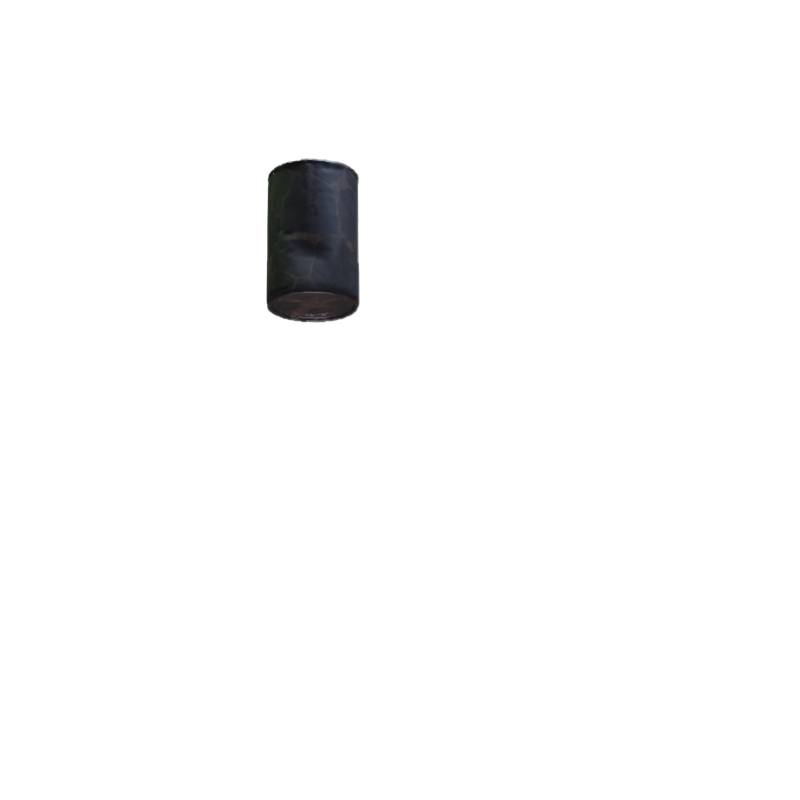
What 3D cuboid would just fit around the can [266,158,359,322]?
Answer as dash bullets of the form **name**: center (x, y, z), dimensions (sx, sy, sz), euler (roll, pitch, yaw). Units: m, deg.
- **can**: center (-0.063, -0.115, 0.803), dimensions (0.068, 0.107, 0.065), euler (0, -20, -2)
